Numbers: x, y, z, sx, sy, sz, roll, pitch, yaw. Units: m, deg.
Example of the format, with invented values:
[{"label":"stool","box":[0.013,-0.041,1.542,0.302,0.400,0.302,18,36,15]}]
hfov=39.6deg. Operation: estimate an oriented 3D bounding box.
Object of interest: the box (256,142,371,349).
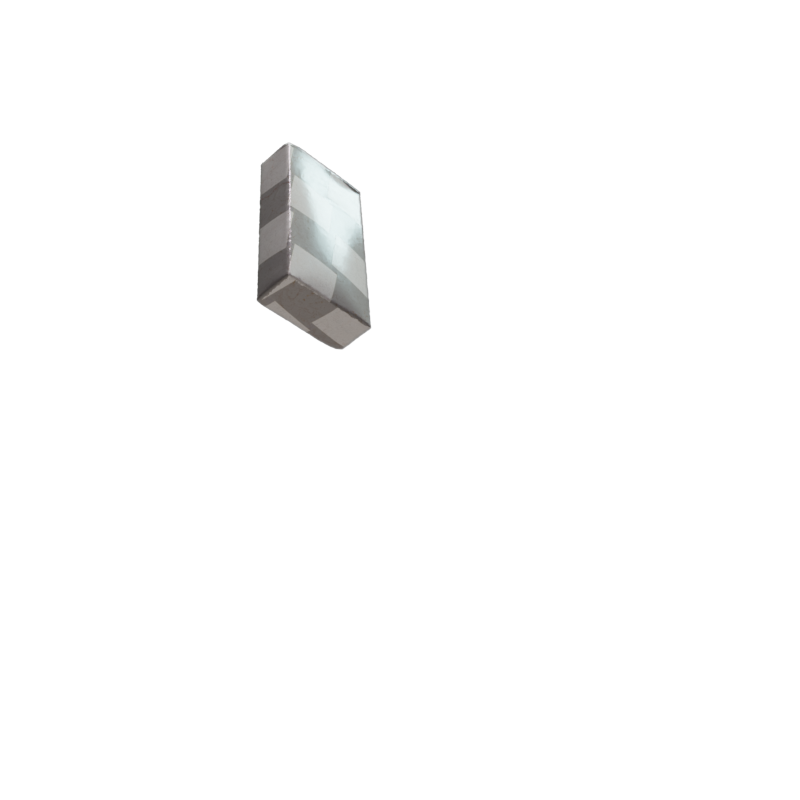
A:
[{"label":"box","box":[-0.074,-0.135,0.942,0.088,0.189,0.047,31,-53,-32]}]
